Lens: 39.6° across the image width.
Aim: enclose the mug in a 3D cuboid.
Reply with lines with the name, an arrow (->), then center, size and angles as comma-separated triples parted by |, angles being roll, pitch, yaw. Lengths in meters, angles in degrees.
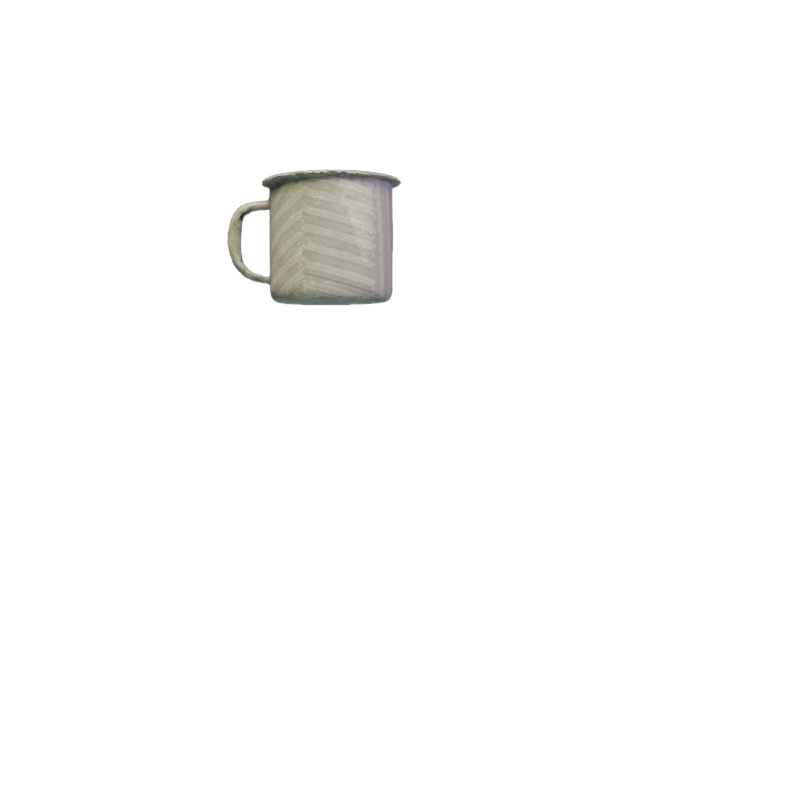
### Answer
mug -> -0.058, -0.106, 0.739 | 0.118, 0.082, 0.092 | 0, -2, 6
